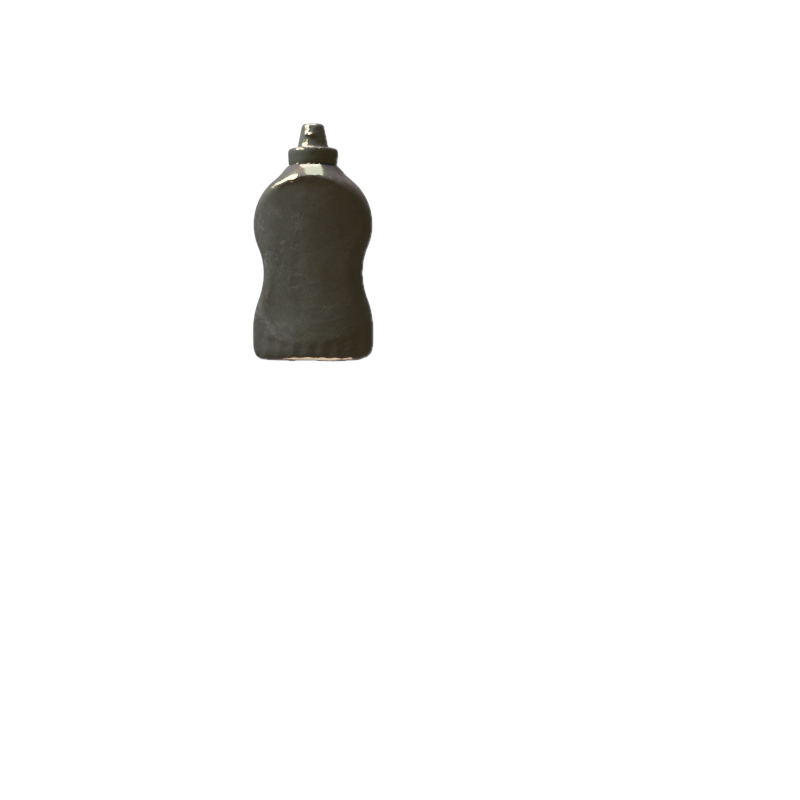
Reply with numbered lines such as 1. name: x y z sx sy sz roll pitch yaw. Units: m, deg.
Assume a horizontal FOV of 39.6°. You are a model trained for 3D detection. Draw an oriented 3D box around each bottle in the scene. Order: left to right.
1. bottle: -0.071 -0.129 0.903 0.097 0.193 0.057 0 -2 10
